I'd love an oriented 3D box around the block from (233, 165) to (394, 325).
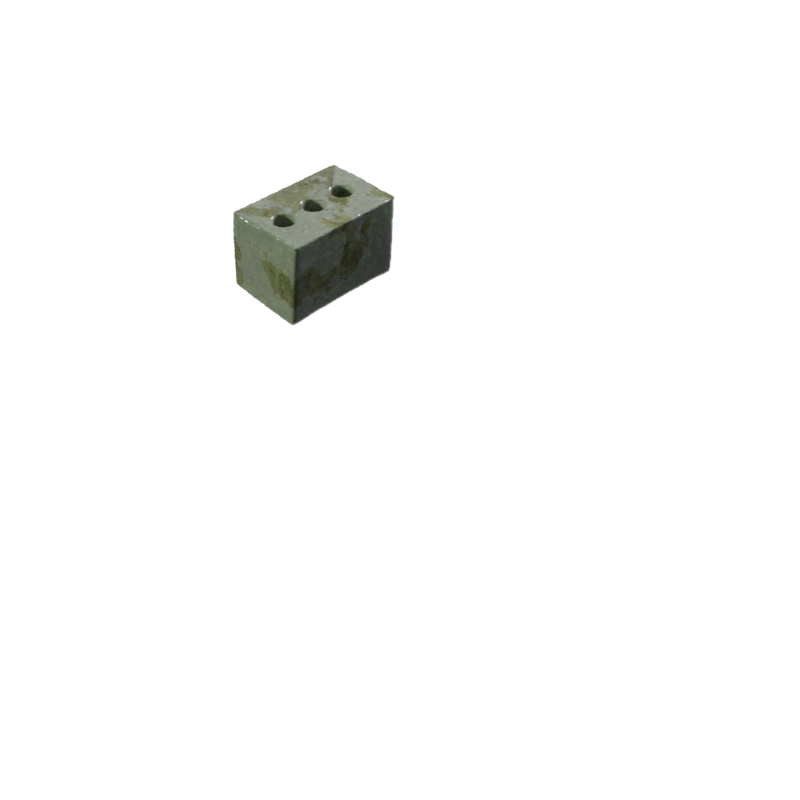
[{"bbox_3d":[-0.049,-0.089,0.627,0.056,0.048,0.078,32,49,32],"label":"block"}]
